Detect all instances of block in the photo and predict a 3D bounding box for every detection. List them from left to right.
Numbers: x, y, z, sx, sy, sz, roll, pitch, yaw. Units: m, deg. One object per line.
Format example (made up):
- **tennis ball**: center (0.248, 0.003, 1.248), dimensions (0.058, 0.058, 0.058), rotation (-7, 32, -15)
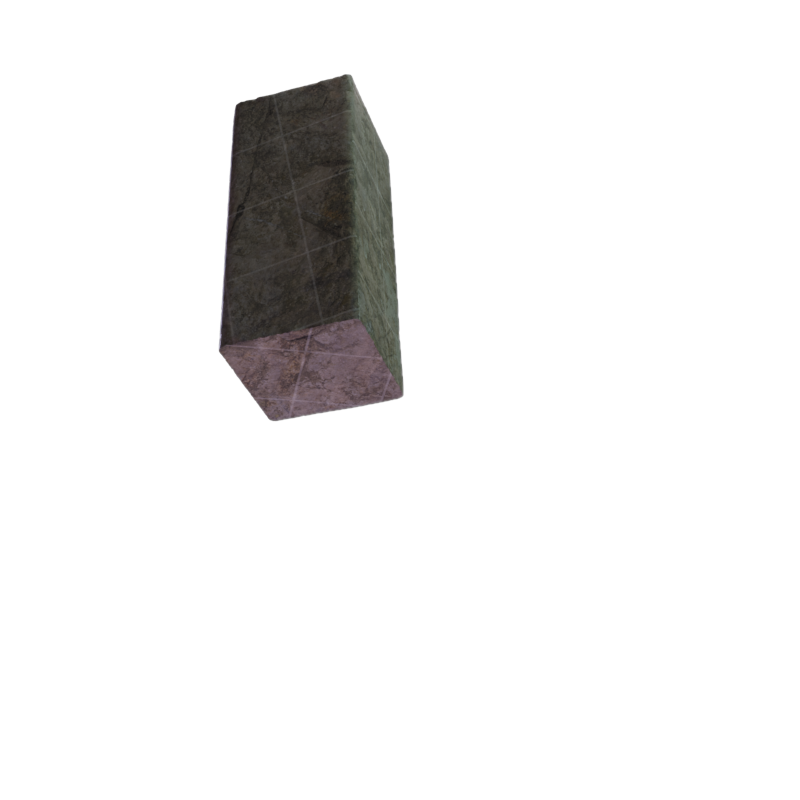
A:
- **block**: center (-0.057, -0.103, 0.725), dimensions (0.091, 0.221, 0.084), rotation (-13, -38, 13)
